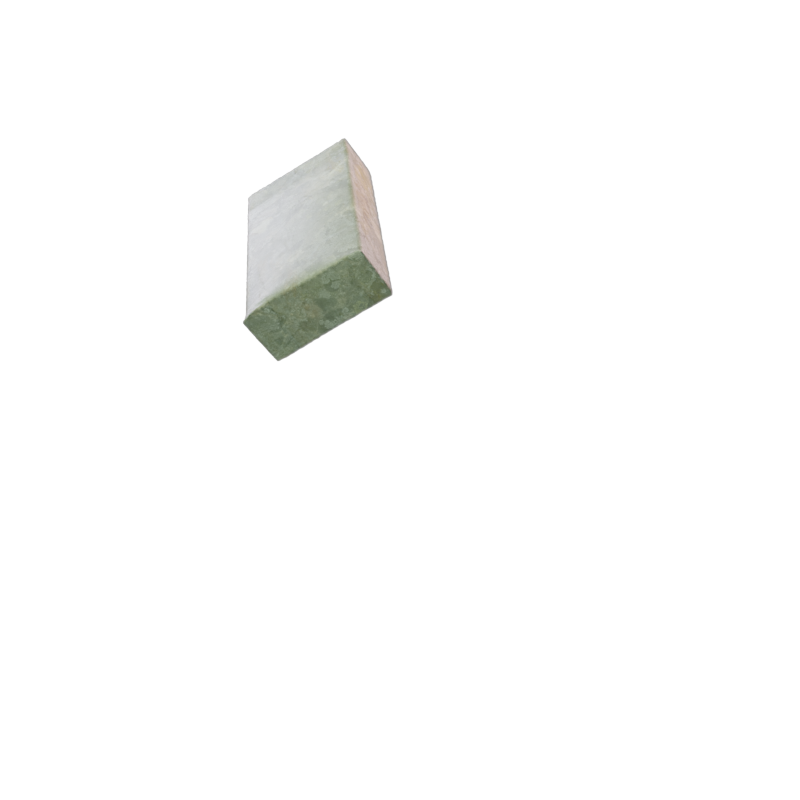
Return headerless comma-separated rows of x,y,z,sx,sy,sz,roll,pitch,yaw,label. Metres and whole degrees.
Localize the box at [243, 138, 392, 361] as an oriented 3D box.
-0.060,-0.111,0.776,0.093,0.045,0.188,-29,31,14,box
